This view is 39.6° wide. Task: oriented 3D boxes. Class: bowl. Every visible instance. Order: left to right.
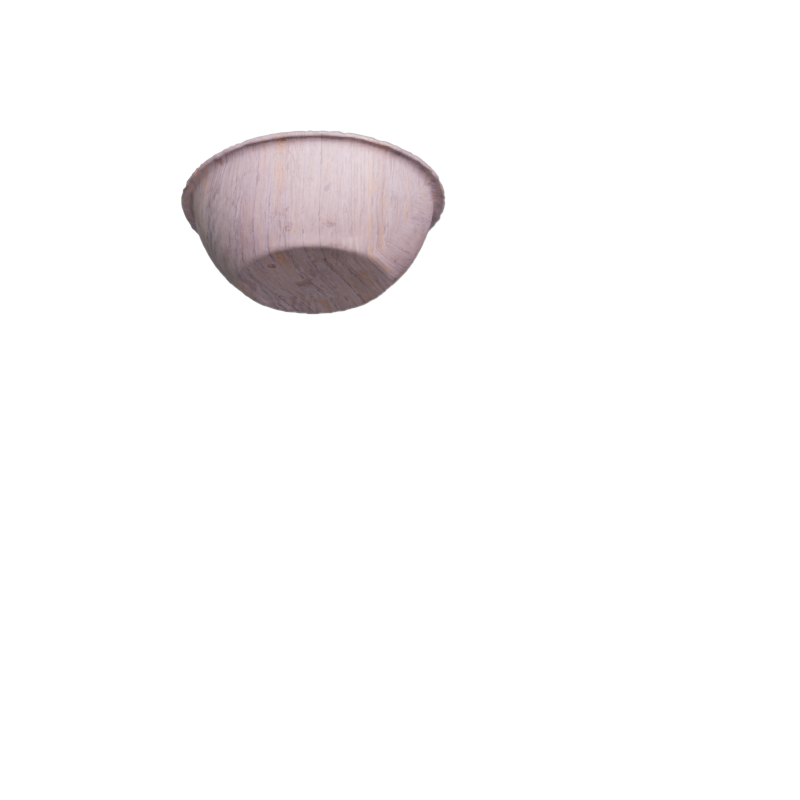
[{"bbox_3d":[-0.052,-0.096,0.670,0.162,0.058,0.153,1,-23,-2],"label":"bowl"}]
